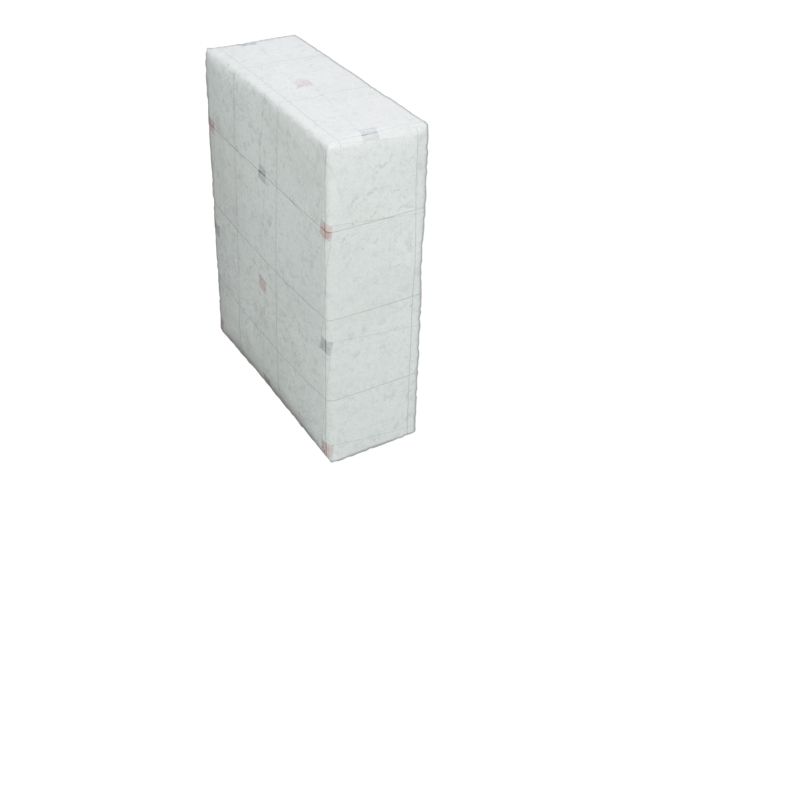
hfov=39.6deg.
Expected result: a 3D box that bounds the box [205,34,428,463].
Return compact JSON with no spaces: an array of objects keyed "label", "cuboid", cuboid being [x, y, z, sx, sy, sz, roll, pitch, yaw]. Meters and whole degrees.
[{"label":"box","cuboid":[-0.054,-0.098,0.686,0.071,0.201,0.177,-15,37,-26]}]
